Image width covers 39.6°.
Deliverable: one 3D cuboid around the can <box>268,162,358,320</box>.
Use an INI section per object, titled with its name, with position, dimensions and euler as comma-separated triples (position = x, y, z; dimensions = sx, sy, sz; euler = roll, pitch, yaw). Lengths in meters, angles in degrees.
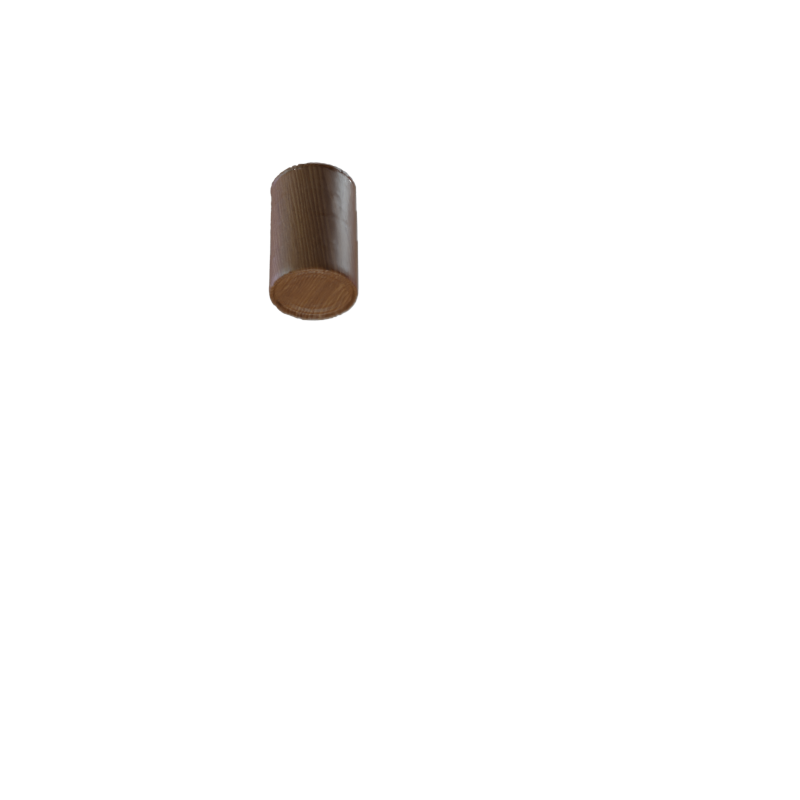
[can]
position = -0.066, -0.120, 0.841
dimensions = 0.068, 0.109, 0.064
euler = -1, -35, -2
